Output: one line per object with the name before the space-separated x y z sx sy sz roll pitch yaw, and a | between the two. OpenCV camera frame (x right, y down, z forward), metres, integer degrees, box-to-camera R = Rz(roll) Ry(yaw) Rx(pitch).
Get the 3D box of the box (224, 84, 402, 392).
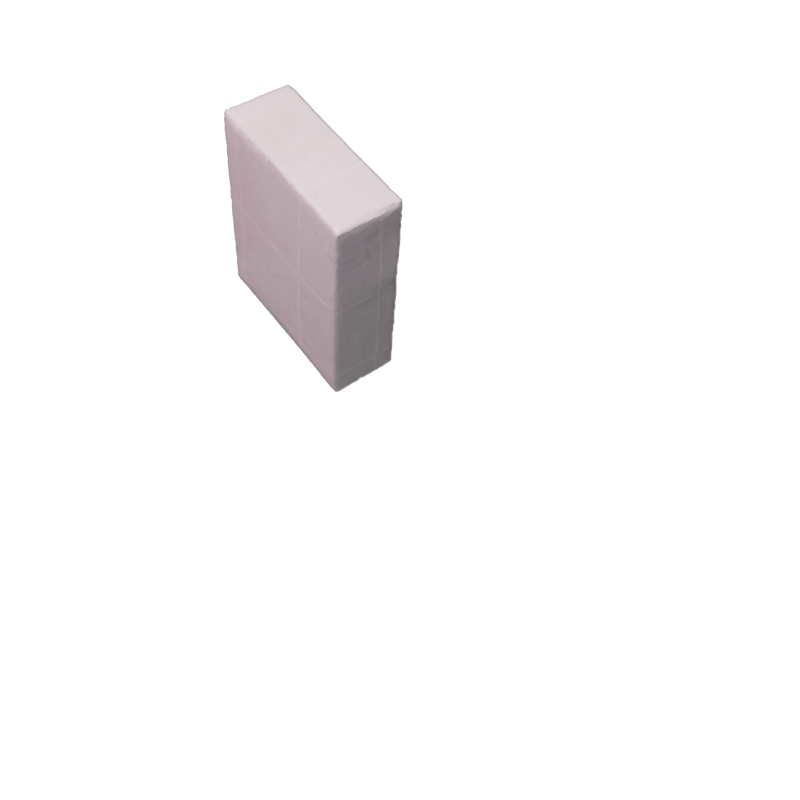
box | -0.073 -0.134 0.938 0.072 0.176 0.200 -28 -31 -22
